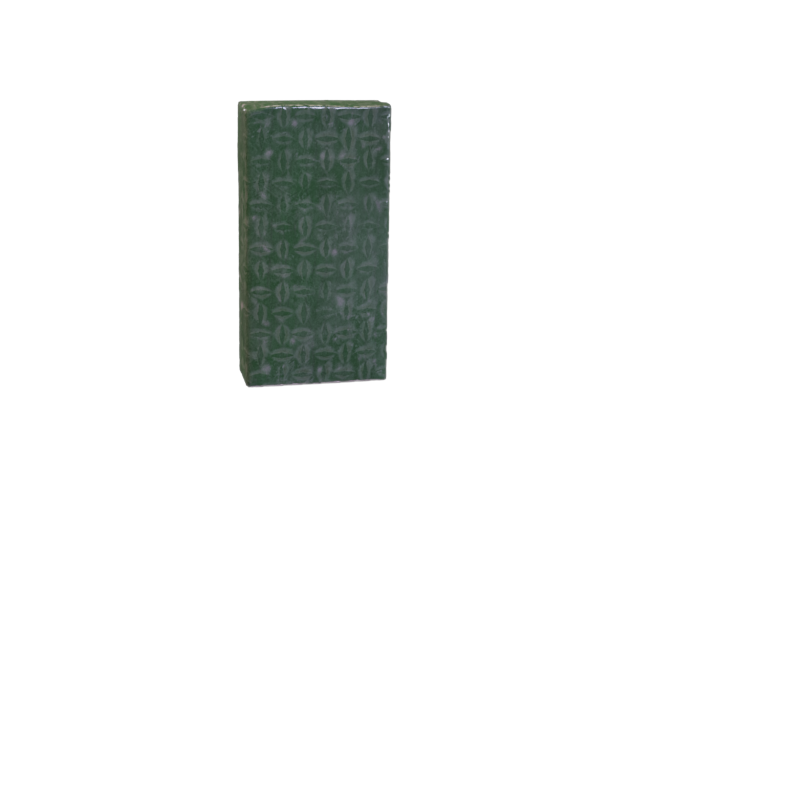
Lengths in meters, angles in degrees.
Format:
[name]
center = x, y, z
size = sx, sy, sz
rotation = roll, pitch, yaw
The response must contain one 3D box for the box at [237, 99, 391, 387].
[box]
center = -0.055, -0.100, 0.699
size = 0.092, 0.171, 0.050
rotation = -2, 15, -12
